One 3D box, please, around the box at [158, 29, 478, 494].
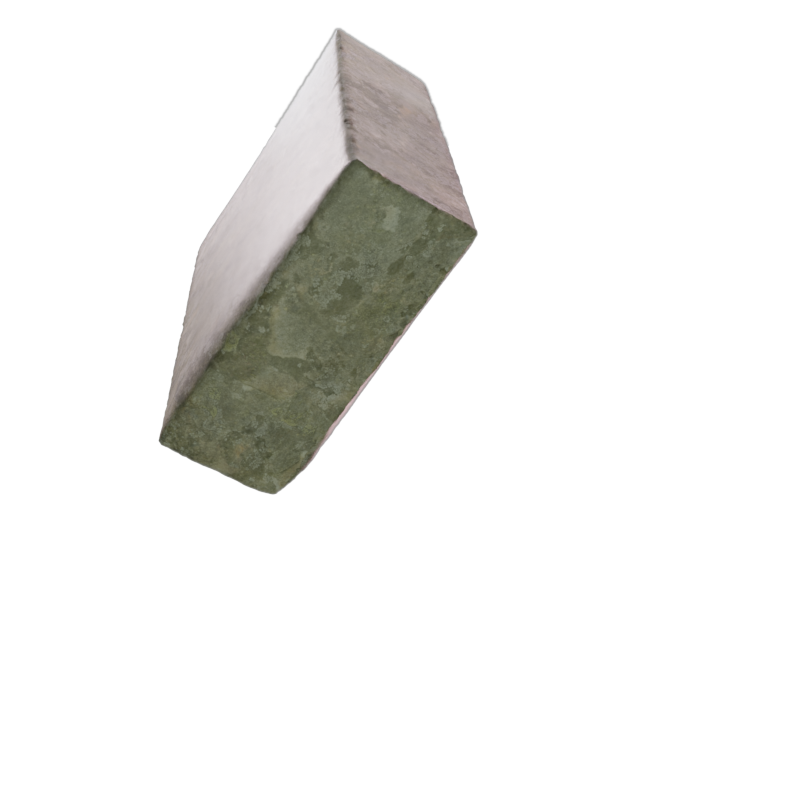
[{"bbox_3d":[-0.045,-0.081,0.570,0.069,0.160,0.227,29,24,-19],"label":"box"}]
